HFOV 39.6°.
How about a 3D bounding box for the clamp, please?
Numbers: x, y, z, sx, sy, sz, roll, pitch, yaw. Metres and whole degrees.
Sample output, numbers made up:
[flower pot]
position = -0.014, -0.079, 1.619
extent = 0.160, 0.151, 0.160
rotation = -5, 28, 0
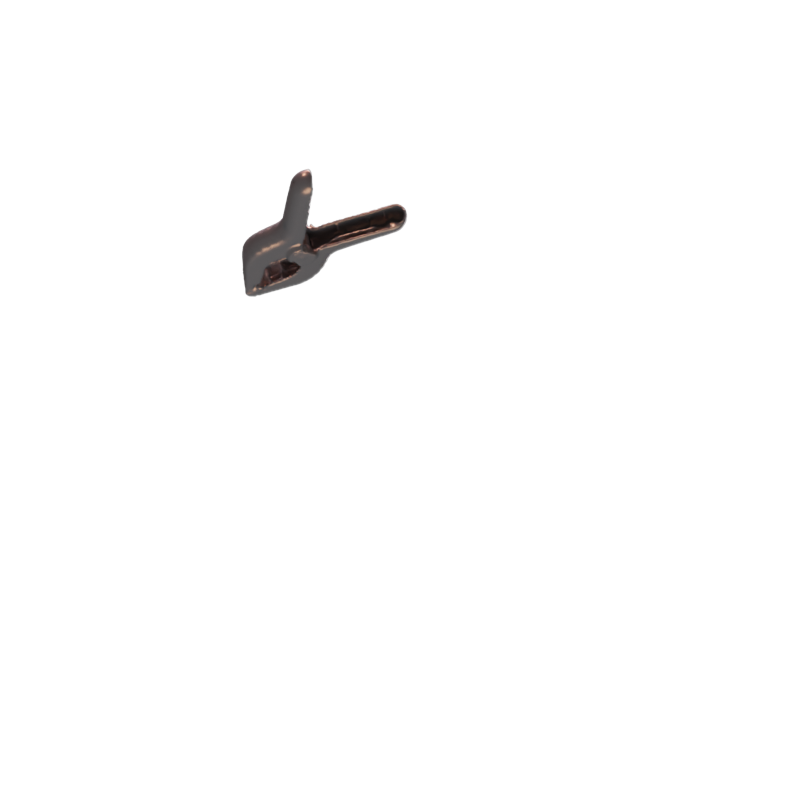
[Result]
[clamp]
position = -0.078, -0.143, 0.999
extent = 0.115, 0.042, 0.168
rotation = 17, -33, -28
